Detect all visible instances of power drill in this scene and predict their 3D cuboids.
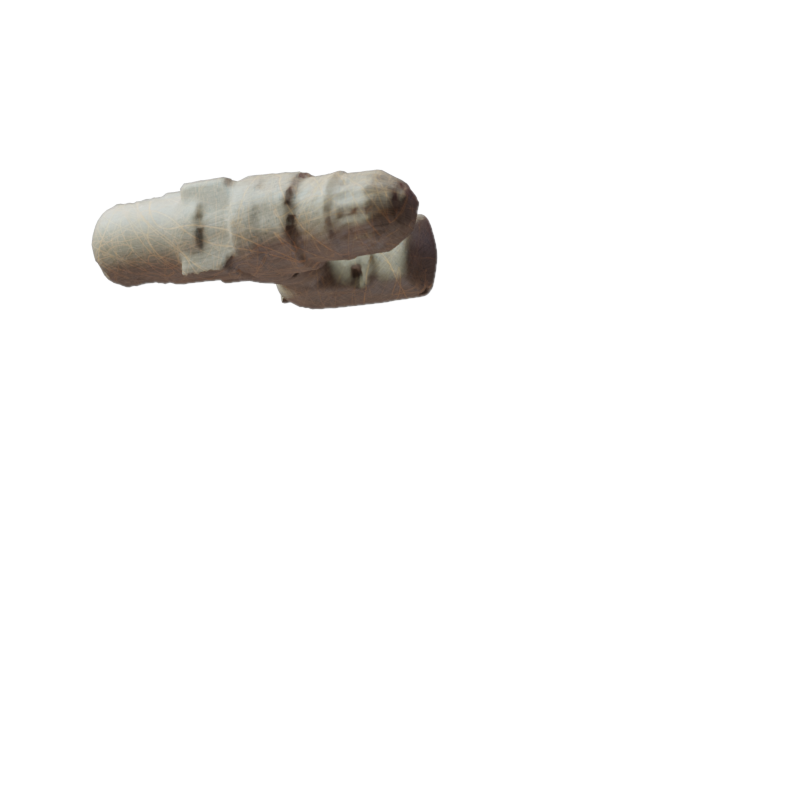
[{"bbox_3d":[-0.049,-0.089,0.622,0.190,0.058,0.180,-1,-2,27],"label":"power drill"}]
